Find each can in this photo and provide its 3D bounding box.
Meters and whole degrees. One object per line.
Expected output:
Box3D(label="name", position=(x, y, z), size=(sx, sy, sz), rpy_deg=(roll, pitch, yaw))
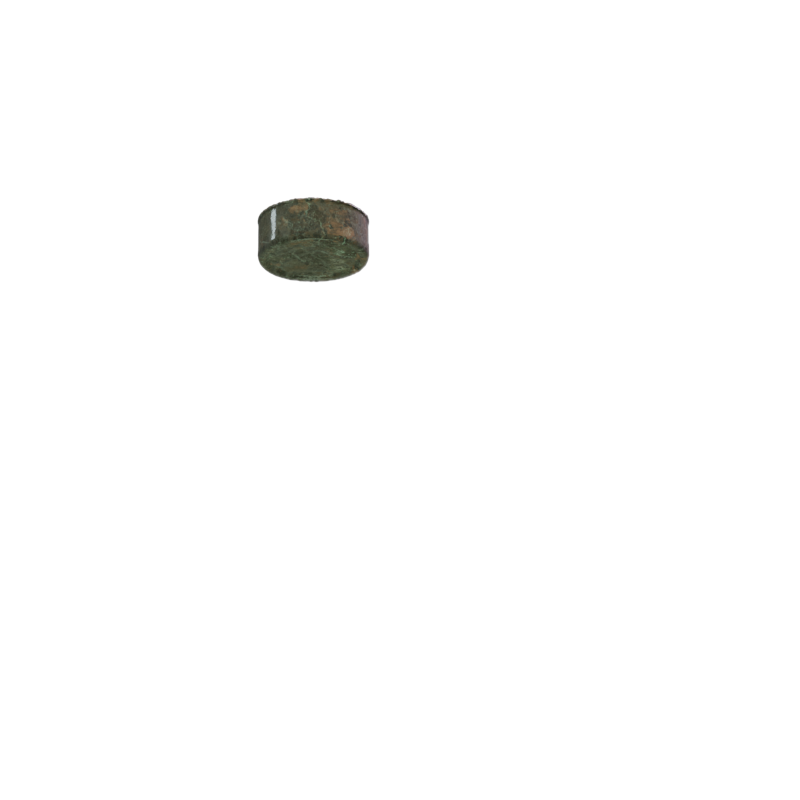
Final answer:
Box3D(label="can", position=(-0.066, -0.121, 0.844), size=(0.086, 0.035, 0.082), rpy_deg=(0, -18, -2))
